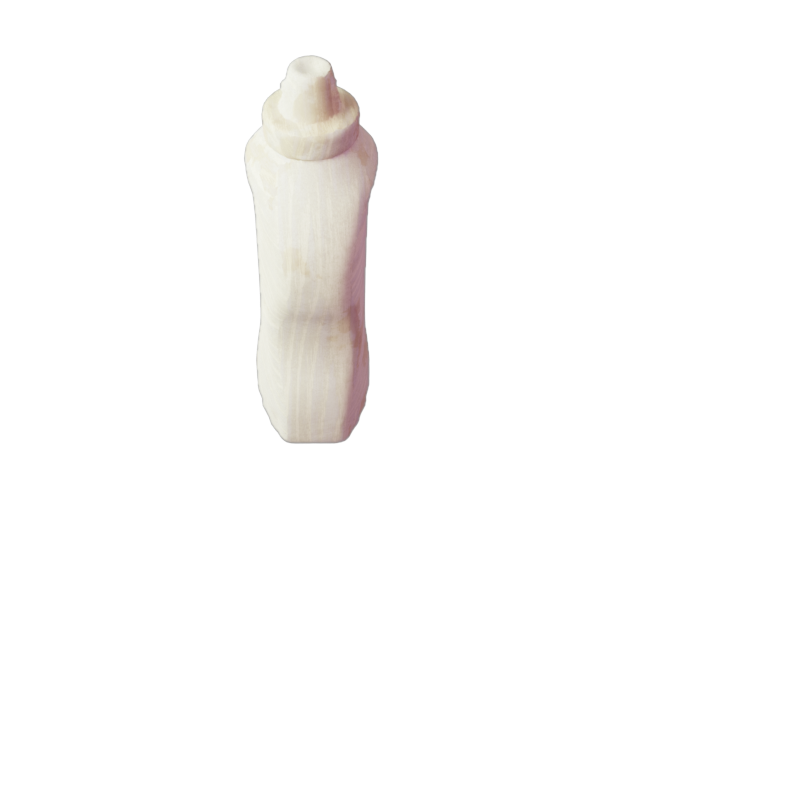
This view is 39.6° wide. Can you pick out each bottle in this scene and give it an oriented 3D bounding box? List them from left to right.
[{"bbox_3d":[-0.040,-0.073,0.510,0.058,0.103,0.179,1,-43,-3],"label":"bottle"}]
